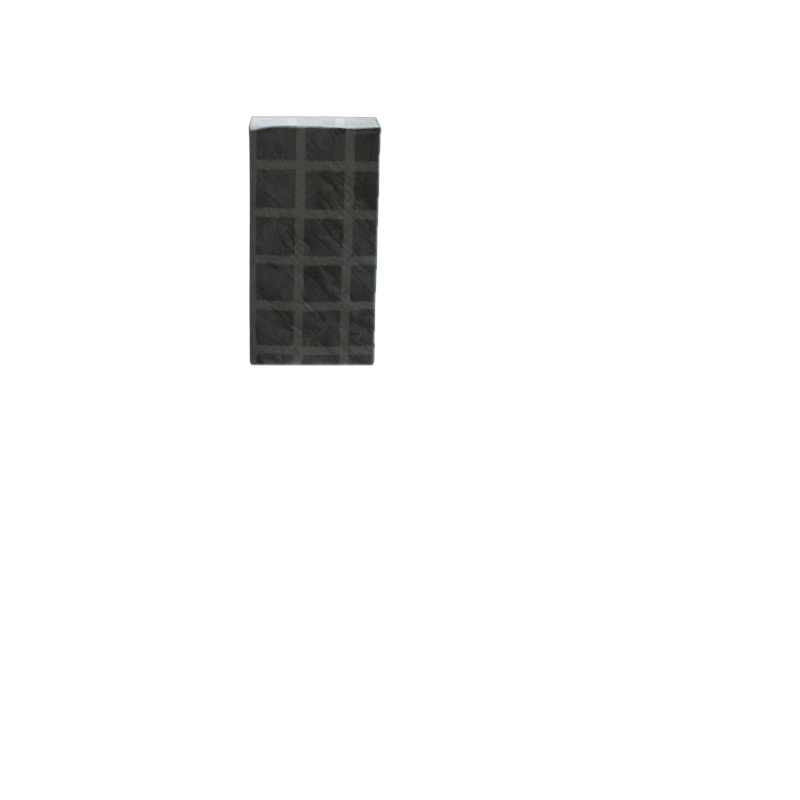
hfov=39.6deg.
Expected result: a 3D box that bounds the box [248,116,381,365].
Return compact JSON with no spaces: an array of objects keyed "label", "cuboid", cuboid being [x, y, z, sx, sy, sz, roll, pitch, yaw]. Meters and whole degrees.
[{"label":"box","cuboid":[-0.062,-0.113,0.793,0.093,0.169,0.050,0,19,-3]}]
